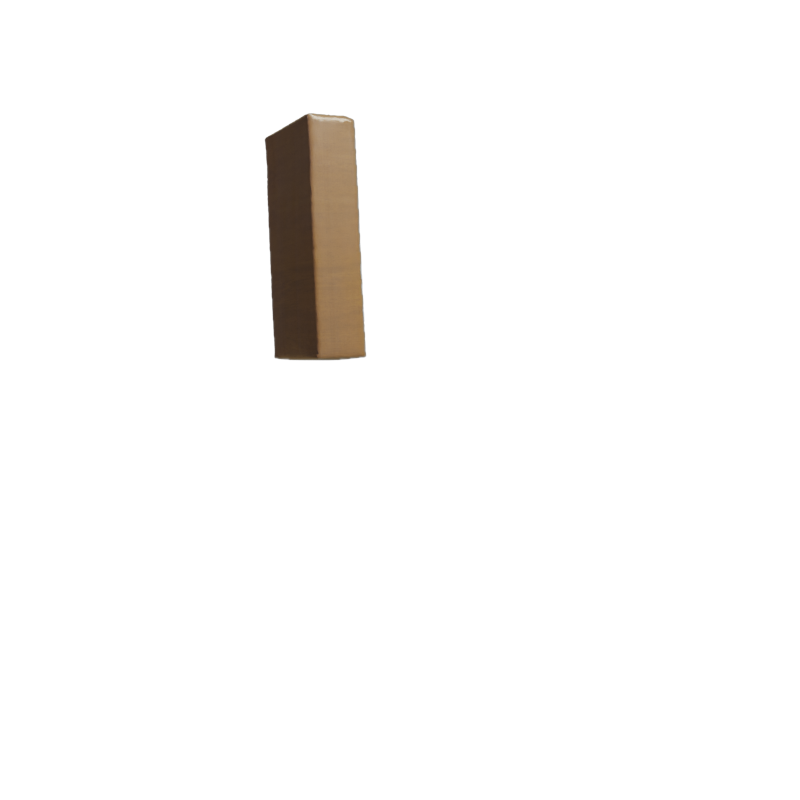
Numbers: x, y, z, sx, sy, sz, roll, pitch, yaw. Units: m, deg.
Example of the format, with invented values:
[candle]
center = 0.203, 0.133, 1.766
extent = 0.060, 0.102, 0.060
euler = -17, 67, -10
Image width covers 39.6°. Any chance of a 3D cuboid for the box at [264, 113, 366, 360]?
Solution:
[box]
center = -0.065, -0.118, 0.830
extent = 0.046, 0.179, 0.095
euler = 2, -5, -26
